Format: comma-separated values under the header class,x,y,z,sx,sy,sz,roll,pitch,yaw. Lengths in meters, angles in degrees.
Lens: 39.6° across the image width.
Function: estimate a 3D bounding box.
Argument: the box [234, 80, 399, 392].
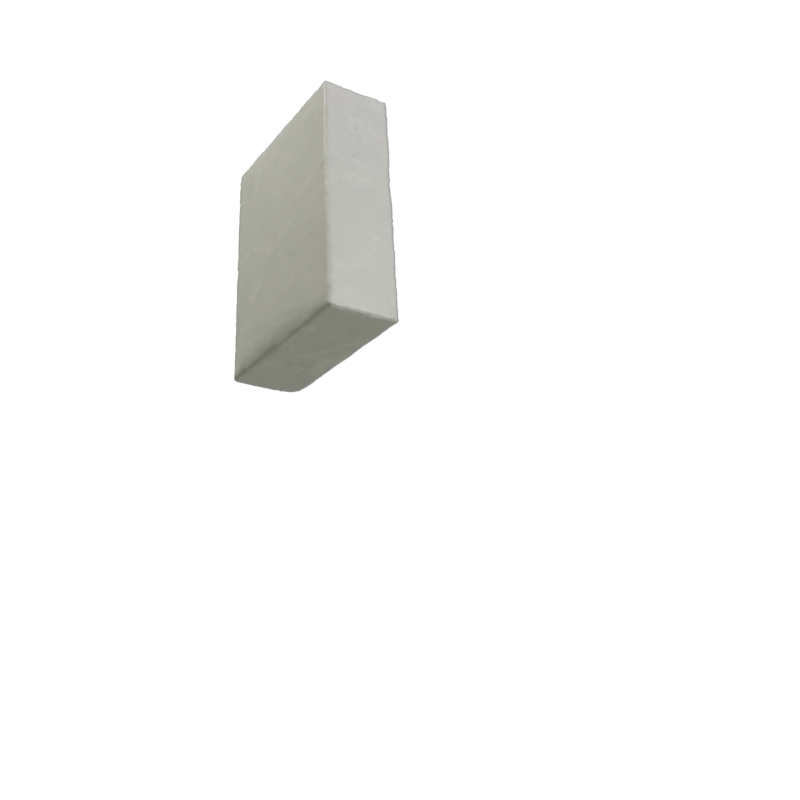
class,x,y,z,sx,sy,sz,roll,pitch,yaw
box,-0.074,-0.134,0.941,0.068,0.227,0.162,16,-33,-29
